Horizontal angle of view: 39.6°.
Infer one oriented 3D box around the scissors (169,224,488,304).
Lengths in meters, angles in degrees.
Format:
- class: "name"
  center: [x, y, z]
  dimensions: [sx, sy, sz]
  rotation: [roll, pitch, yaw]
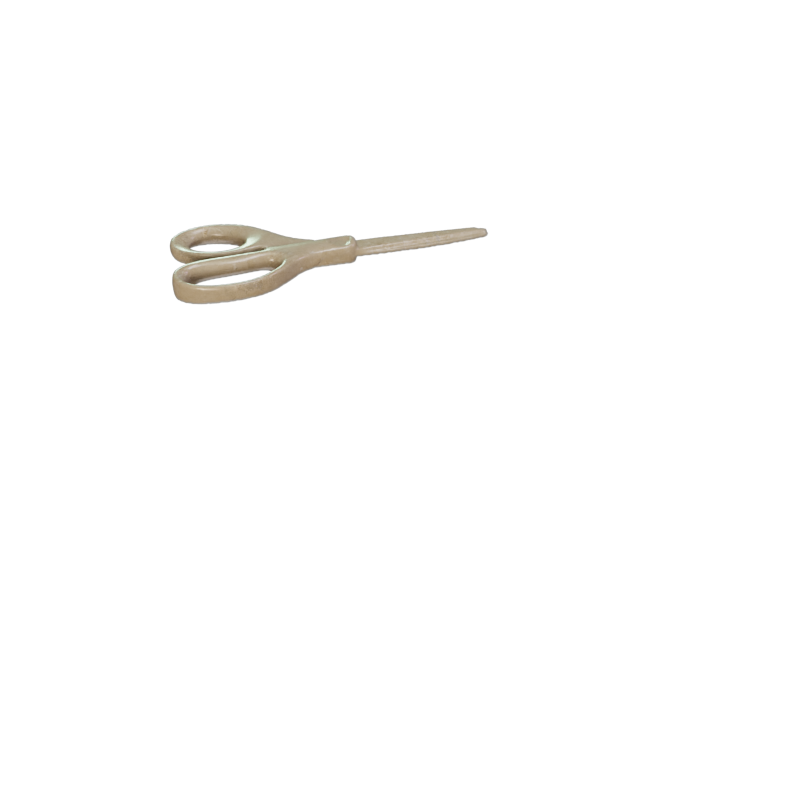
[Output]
- class: "scissors"
  center: [-0.054, -0.098, 0.687]
  dimensions: [0.199, 0.015, 0.103]
  rotation: [-19, 36, -29]
